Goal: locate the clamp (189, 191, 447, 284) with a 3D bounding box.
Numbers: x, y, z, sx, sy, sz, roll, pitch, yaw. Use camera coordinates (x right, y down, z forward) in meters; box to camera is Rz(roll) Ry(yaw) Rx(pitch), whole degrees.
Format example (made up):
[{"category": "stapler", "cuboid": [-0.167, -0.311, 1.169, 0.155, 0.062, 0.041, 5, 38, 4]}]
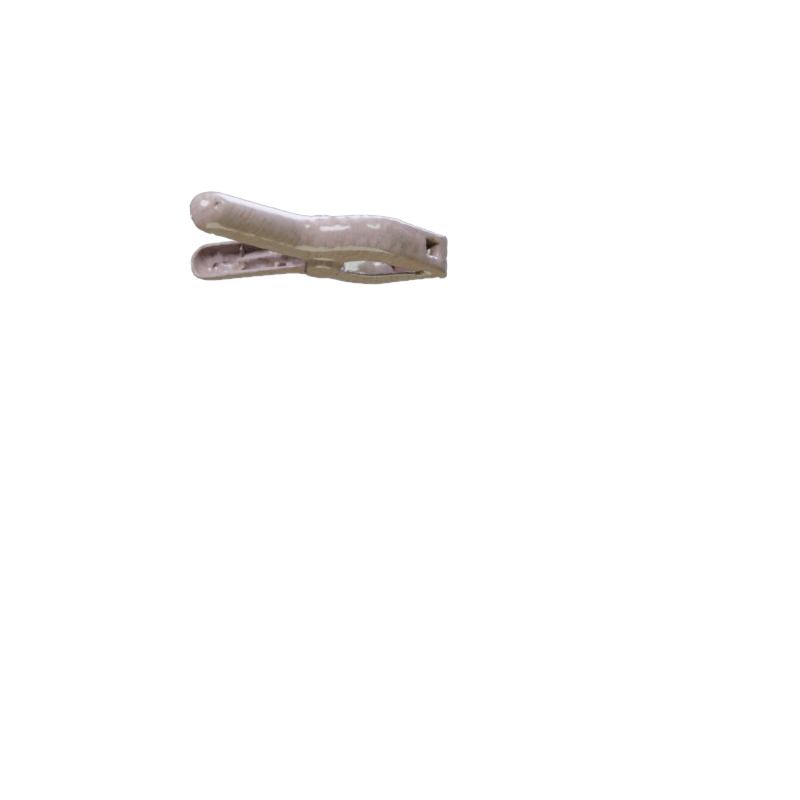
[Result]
[{"category": "clamp", "cuboid": [-0.054, -0.099, 0.696, 0.172, 0.040, 0.117, 0, -6, 2]}]
